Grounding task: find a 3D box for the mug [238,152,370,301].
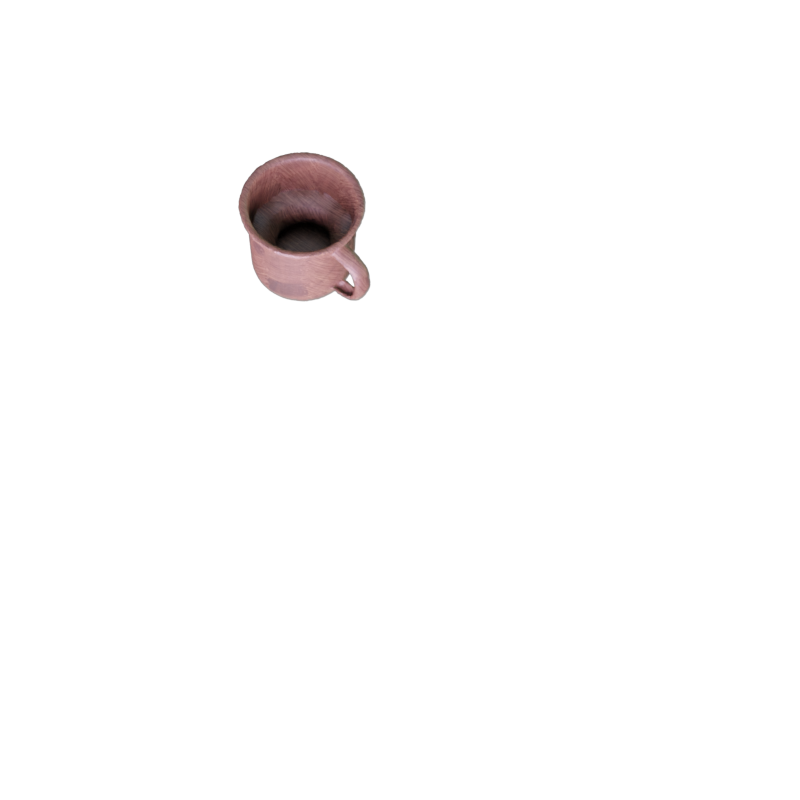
[{"bbox_3d":[-0.066,-0.120,0.841,0.094,0.123,0.077,-41,-20,-21],"label":"mug"}]
